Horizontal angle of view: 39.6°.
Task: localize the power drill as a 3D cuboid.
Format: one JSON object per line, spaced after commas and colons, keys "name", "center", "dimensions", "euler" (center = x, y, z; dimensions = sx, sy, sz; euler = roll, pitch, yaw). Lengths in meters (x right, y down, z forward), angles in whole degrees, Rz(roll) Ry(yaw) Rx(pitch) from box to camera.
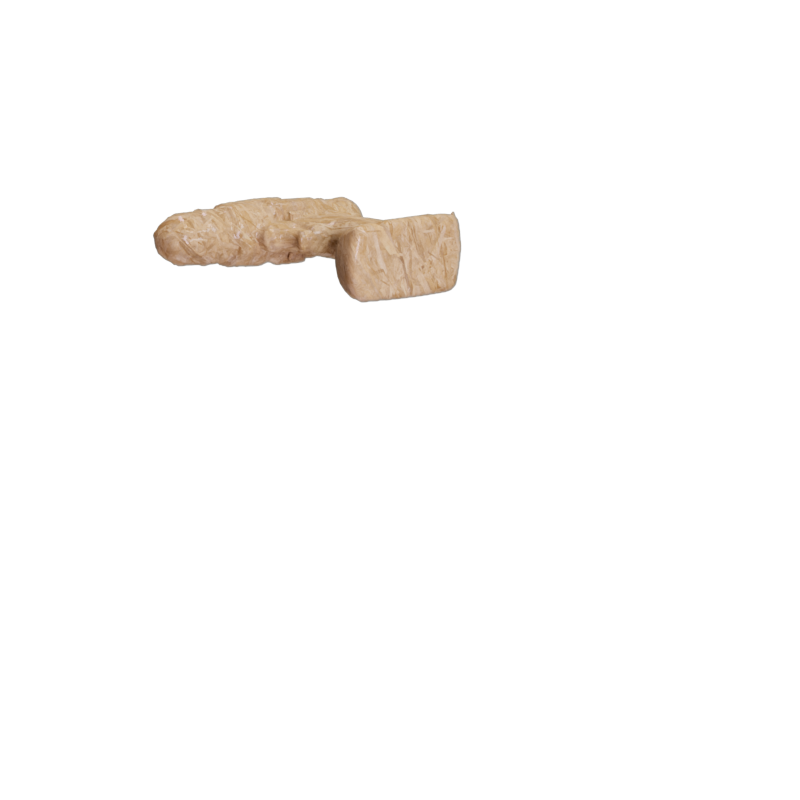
{"name": "power drill", "center": [-0.064, -0.116, 0.815], "dimensions": [0.180, 0.055, 0.199], "euler": [-14, 23, -37]}
